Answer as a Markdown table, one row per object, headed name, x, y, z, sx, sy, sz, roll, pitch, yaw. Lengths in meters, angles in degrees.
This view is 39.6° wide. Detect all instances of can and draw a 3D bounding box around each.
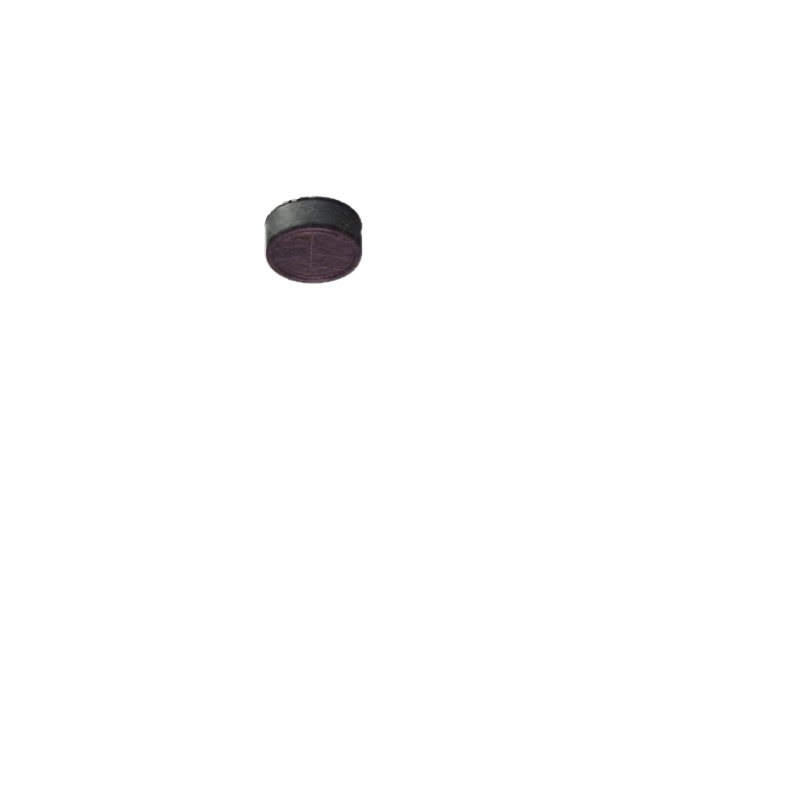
| name | x | y | z | sx | sy | sz | roll | pitch | yaw |
| --- | --- | --- | --- | --- | --- | --- | --- | --- | --- |
| can | -0.075 | -0.137 | 0.959 | 0.086 | 0.036 | 0.080 | 1 | -32 | -2 |
